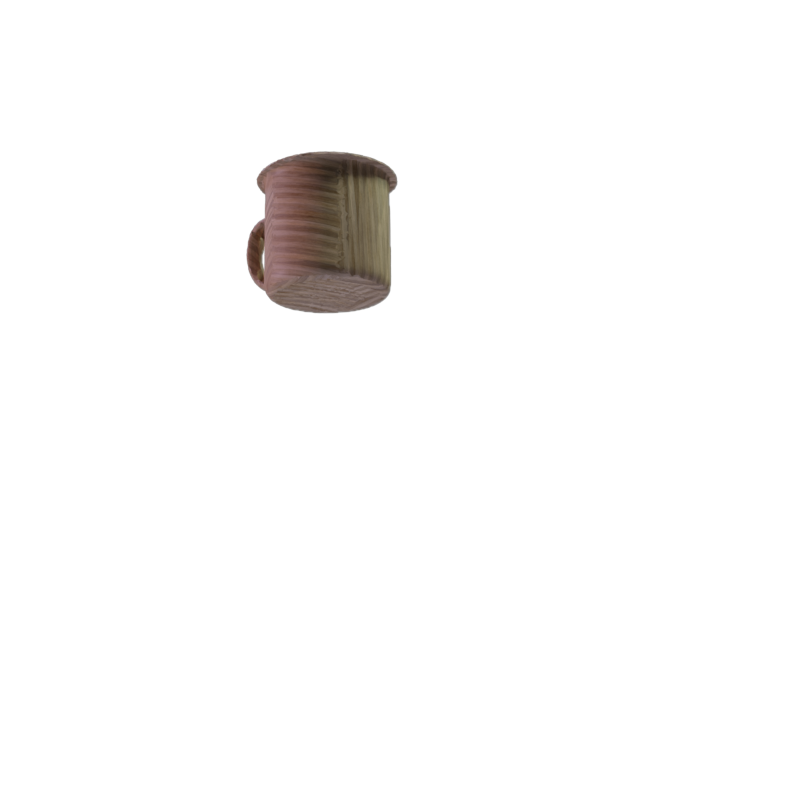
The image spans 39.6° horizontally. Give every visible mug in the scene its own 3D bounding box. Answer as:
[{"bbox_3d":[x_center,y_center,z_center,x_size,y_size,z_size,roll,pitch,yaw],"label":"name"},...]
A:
[{"bbox_3d":[-0.057,-0.104,0.727,0.119,0.085,0.088,-12,-19,36],"label":"mug"}]
